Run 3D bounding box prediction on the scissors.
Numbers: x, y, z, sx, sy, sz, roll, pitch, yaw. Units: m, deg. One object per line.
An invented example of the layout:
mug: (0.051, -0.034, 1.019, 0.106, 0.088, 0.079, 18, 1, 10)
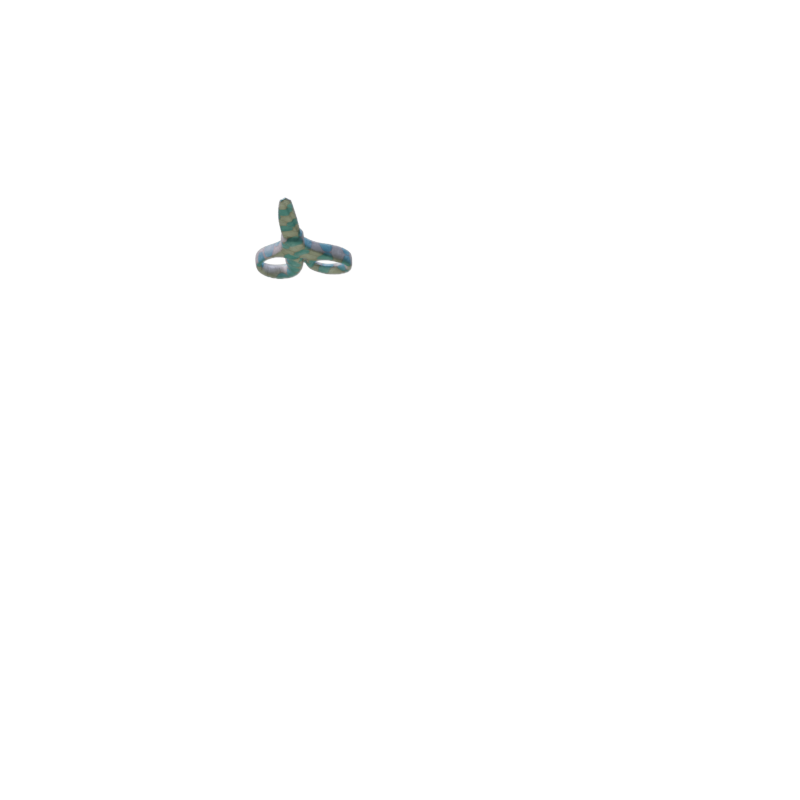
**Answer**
scissors: (-0.074, -0.134, 0.942, 0.094, 0.016, 0.199, 3, -10, -16)
